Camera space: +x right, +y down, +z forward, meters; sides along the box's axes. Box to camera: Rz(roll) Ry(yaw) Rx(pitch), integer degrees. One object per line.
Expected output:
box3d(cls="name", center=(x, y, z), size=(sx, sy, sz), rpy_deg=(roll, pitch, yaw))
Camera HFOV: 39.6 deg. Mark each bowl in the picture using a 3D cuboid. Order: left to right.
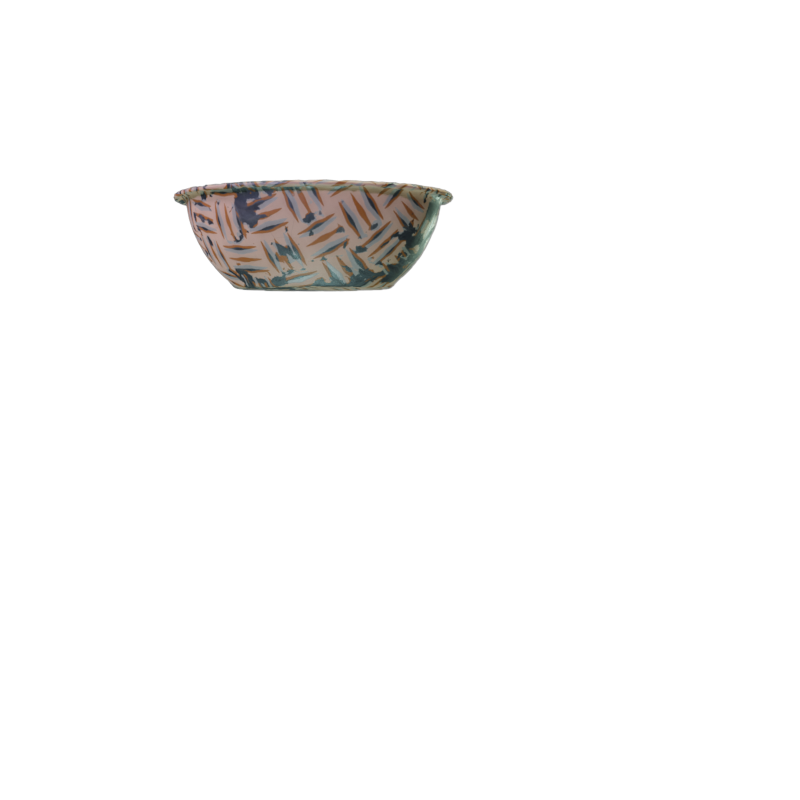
box3d(cls="bowl", center=(-0.050, -0.092, 0.641), size=(0.162, 0.055, 0.162), rpy_deg=(0, 3, -2))
